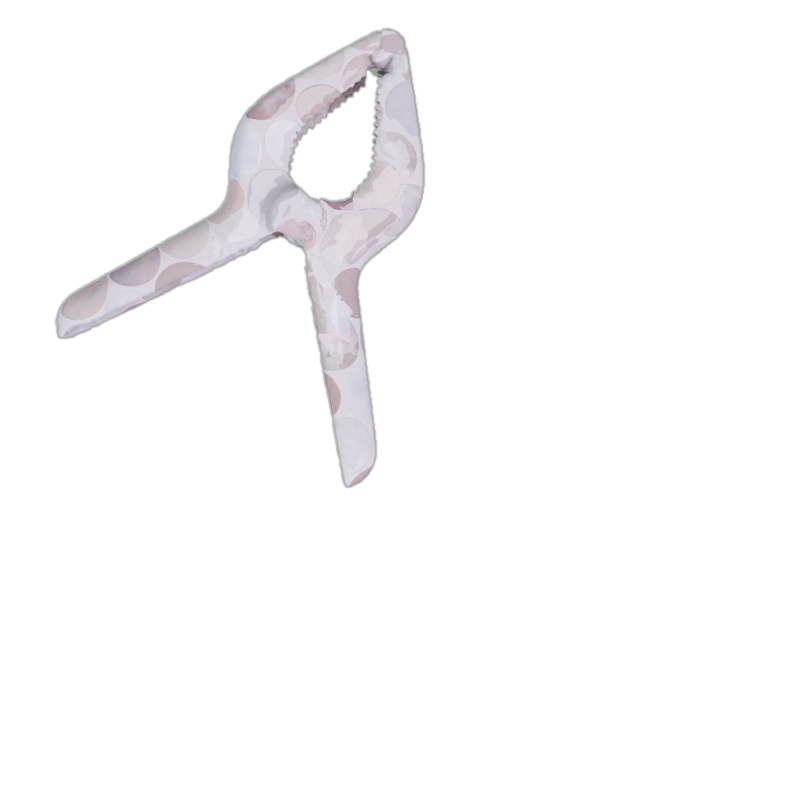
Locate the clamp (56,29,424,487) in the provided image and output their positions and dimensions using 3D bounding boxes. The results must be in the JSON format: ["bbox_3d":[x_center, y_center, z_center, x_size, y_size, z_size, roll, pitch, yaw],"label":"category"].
[{"bbox_3d":[-0.042,-0.076,0.531,0.166,0.211,0.036,33,-5,3],"label":"clamp"}]
